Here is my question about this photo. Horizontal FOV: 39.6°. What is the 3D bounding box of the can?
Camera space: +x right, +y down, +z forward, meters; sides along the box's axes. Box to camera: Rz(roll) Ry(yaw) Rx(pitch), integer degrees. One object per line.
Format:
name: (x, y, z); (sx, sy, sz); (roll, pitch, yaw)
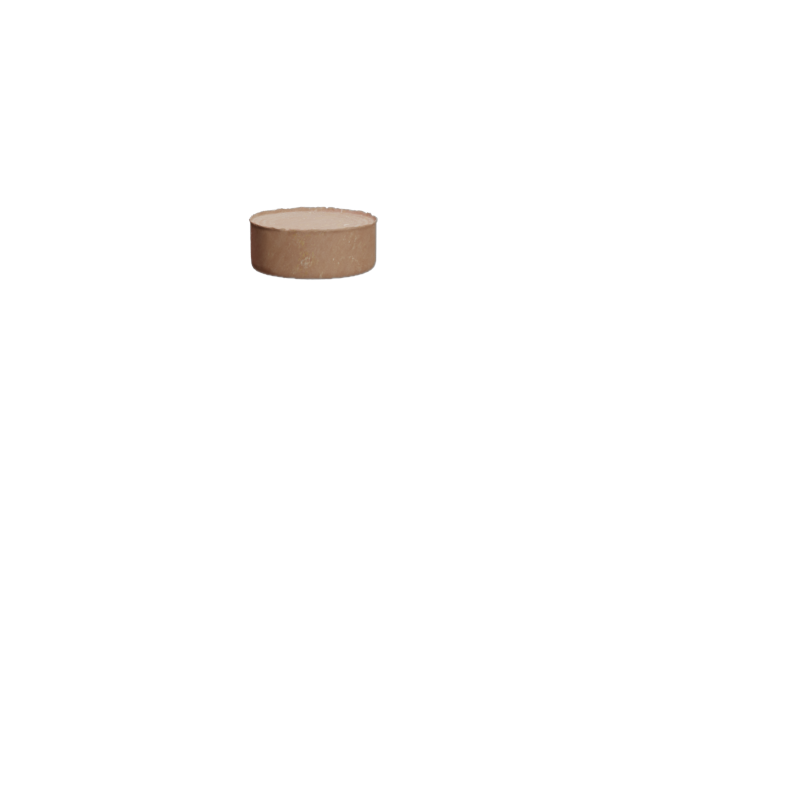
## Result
can: (-0.058, -0.106, 0.740); (0.086, 0.032, 0.089); (-1, 18, -2)
